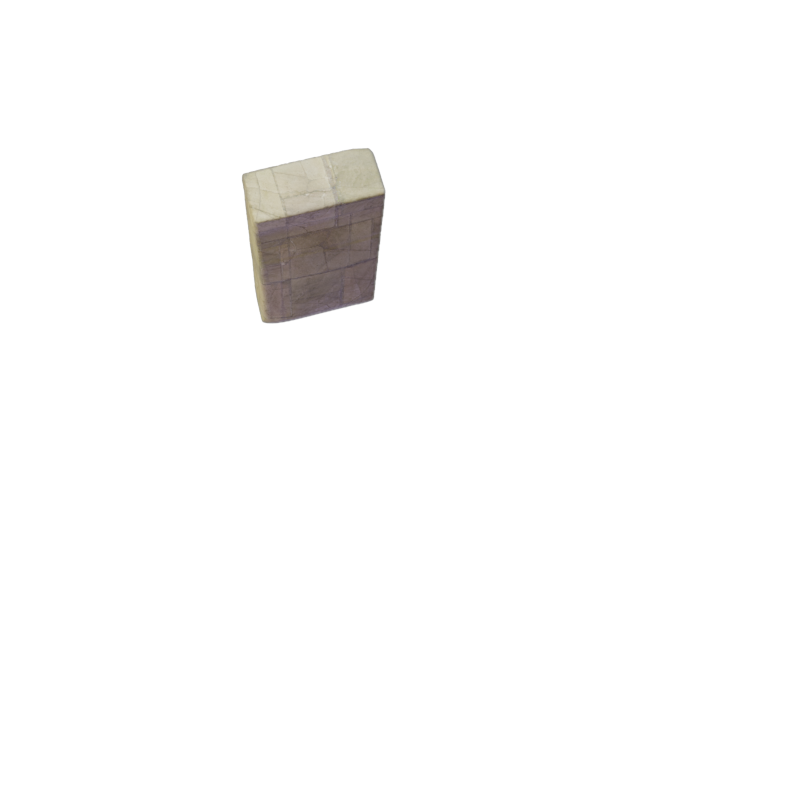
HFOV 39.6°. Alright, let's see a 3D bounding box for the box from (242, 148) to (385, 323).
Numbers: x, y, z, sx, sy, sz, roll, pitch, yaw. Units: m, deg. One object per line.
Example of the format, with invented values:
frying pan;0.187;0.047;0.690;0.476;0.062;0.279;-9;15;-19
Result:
box;-0.064;-0.117;0.814;0.093;0.051;0.167;-13;-22;-9
